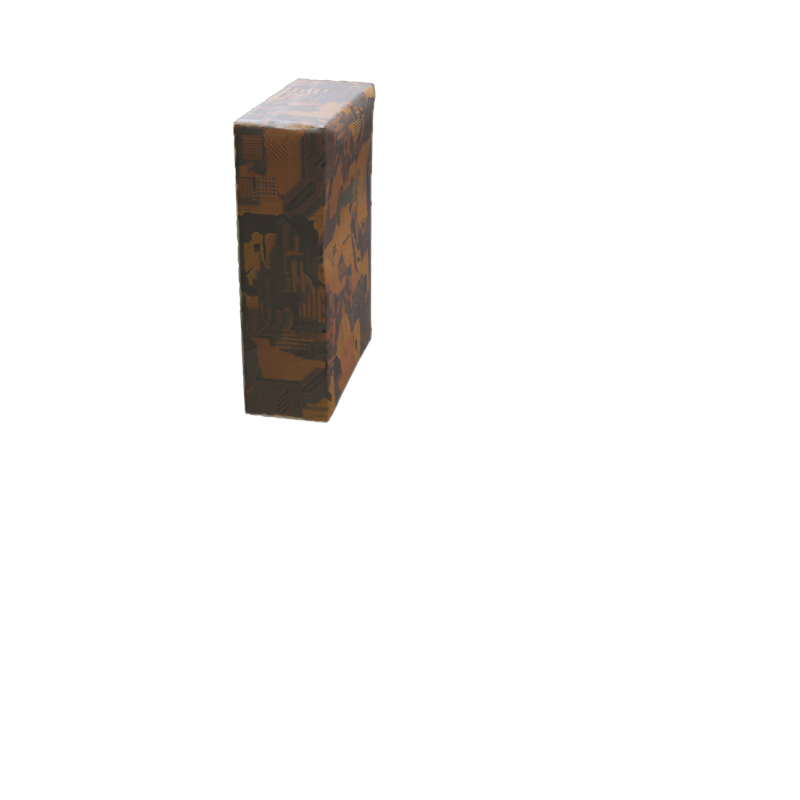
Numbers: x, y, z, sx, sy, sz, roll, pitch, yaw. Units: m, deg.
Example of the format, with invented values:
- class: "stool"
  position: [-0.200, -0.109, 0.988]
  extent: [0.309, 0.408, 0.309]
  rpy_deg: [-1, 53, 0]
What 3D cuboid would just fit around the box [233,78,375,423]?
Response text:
- class: "box"
  position: [-0.064, -0.117, 0.817]
  extent: [0.073, 0.204, 0.169]
  rpy_deg: [5, 22, 9]
